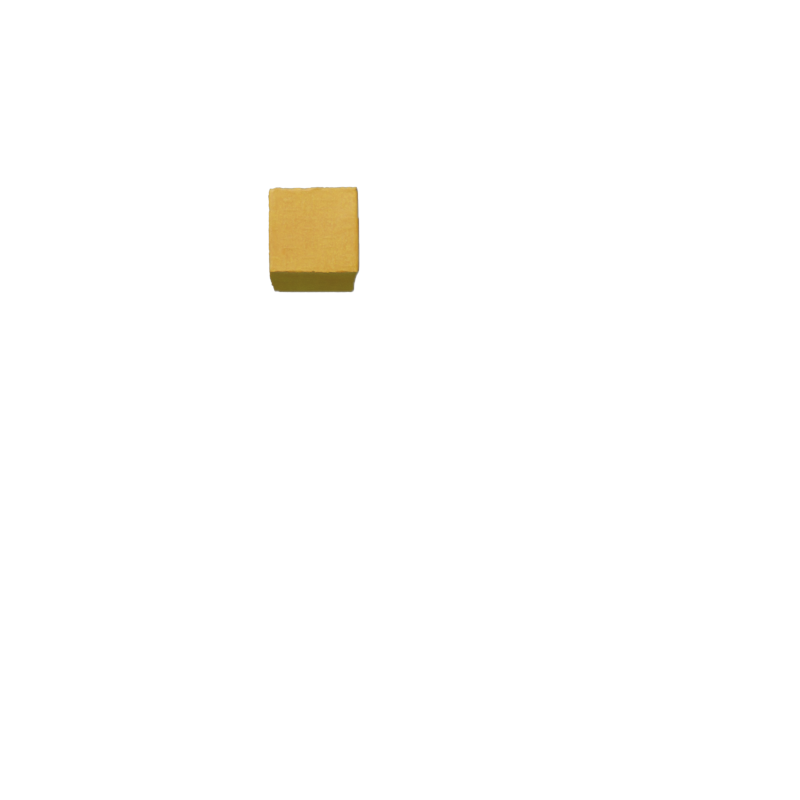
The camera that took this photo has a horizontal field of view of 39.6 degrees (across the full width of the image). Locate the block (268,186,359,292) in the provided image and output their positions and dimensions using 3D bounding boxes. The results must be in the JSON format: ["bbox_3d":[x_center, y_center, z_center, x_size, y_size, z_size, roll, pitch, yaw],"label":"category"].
[{"bbox_3d":[-0.052,-0.095,0.669,0.052,0.052,0.077,0,-5,-4],"label":"block"}]
